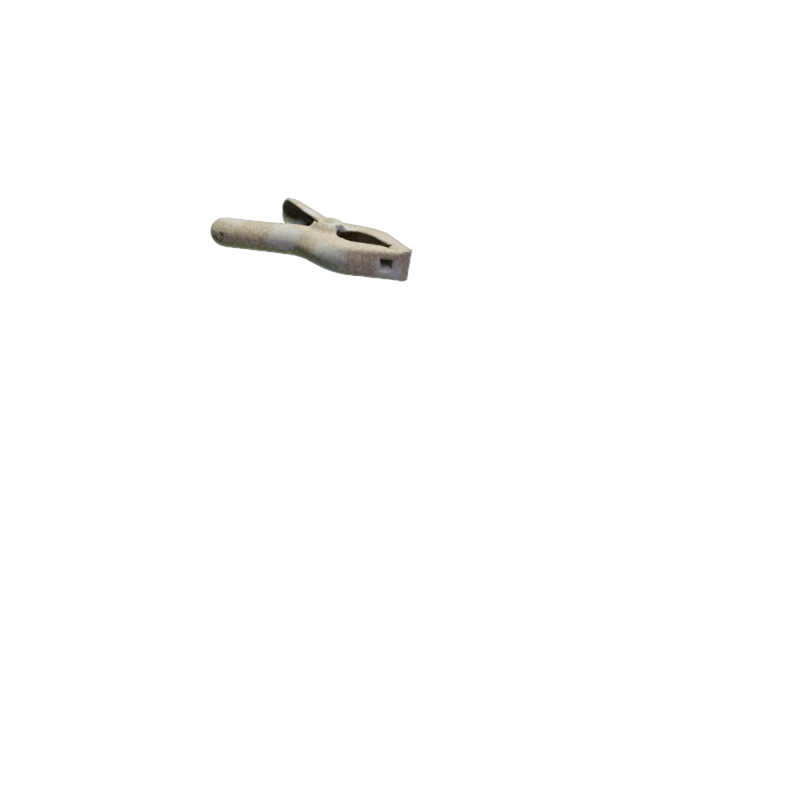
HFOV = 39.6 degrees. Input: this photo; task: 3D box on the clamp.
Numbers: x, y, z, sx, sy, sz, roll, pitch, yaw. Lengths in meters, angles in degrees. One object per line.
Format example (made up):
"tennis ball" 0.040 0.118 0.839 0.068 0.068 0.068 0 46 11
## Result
"clamp" -0.074 -0.135 0.948 0.182 0.037 0.119 22 34 36
